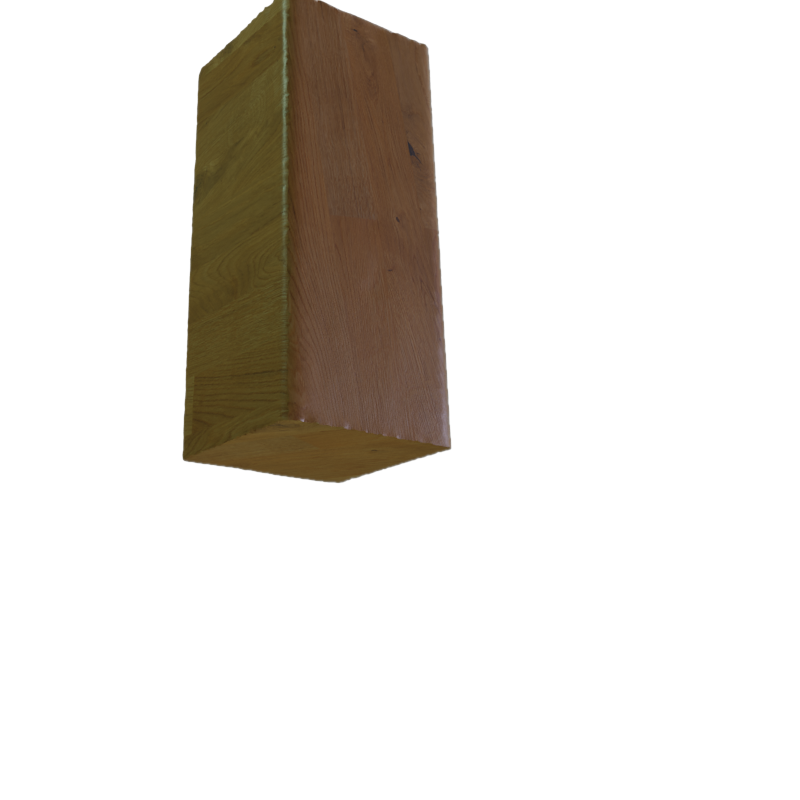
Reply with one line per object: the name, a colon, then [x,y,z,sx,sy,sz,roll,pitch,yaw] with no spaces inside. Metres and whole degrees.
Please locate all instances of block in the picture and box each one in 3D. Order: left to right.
block: [-0.042,-0.076,0.530,0.086,0.217,0.091,14,-27,-34]
